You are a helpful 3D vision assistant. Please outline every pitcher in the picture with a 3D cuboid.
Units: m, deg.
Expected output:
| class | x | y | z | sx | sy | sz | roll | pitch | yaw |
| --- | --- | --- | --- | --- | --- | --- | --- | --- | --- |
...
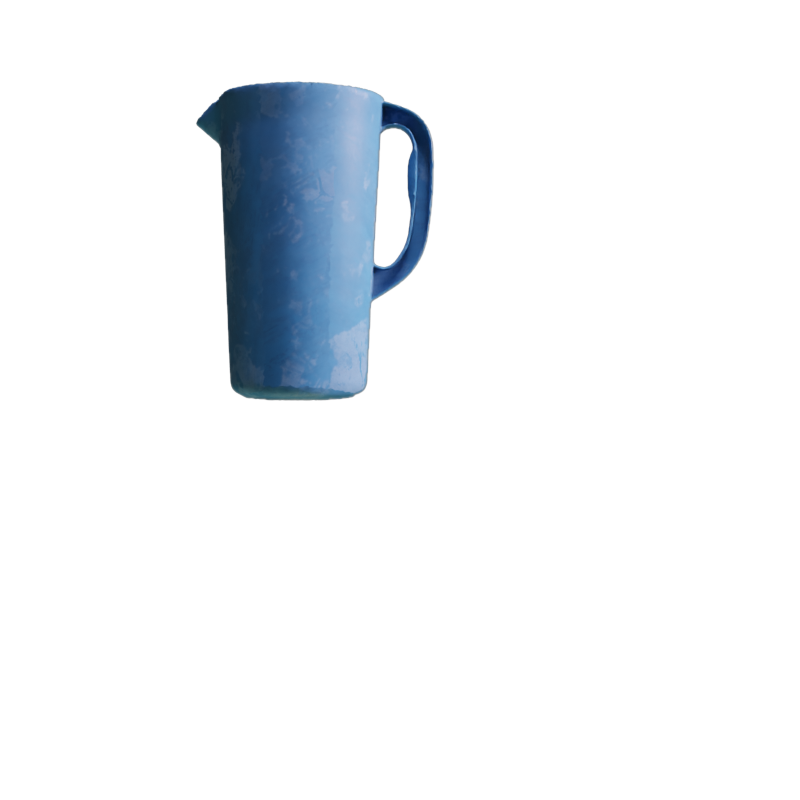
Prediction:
| class | x | y | z | sx | sy | sz | roll | pitch | yaw |
| --- | --- | --- | --- | --- | --- | --- | --- | --- | --- |
| pitcher | -0.069 | -0.125 | 0.876 | 0.139 | 0.245 | 0.155 | 1 | -2 | -45 |
